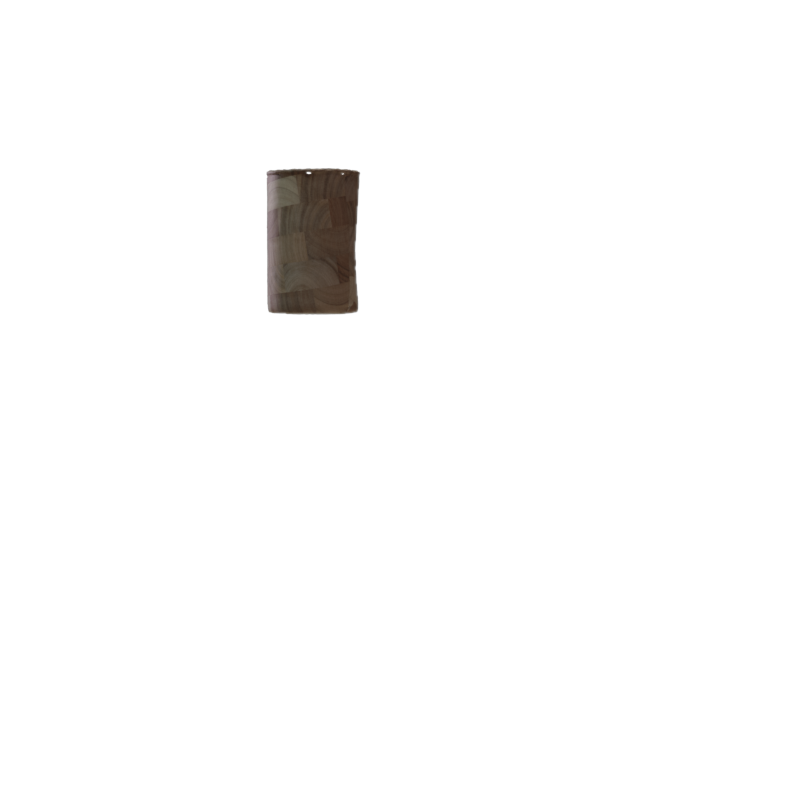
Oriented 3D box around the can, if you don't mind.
[{"bbox_3d":[-0.063,-0.115,0.803,0.068,0.102,0.069,0,2,-2],"label":"can"}]
